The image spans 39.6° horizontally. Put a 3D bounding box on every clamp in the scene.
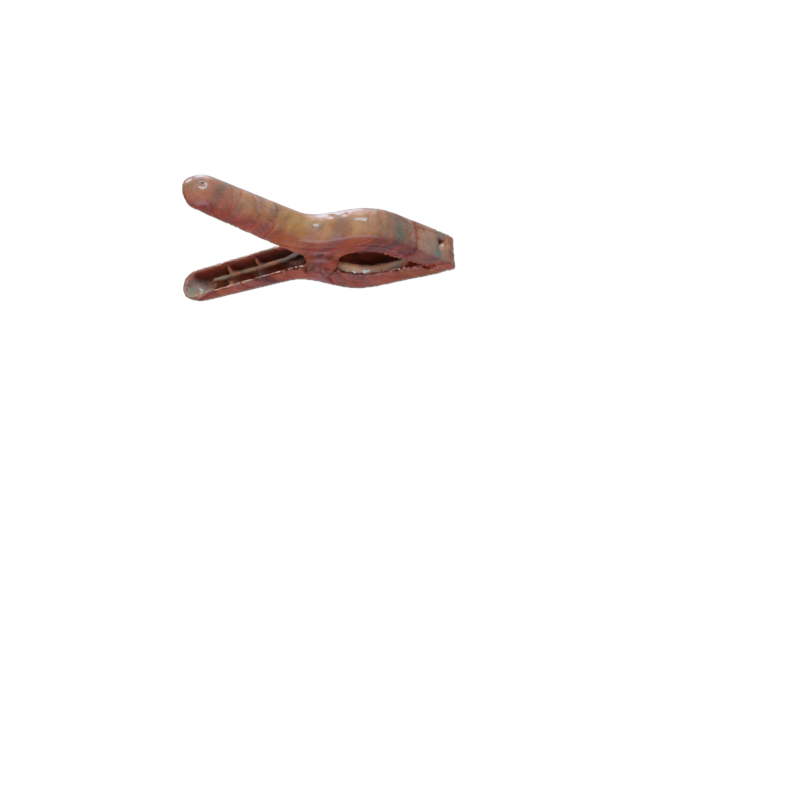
[{"bbox_3d":[-0.064,-0.116,0.814,0.210,0.038,0.156,0,-21,0],"label":"clamp"}]
